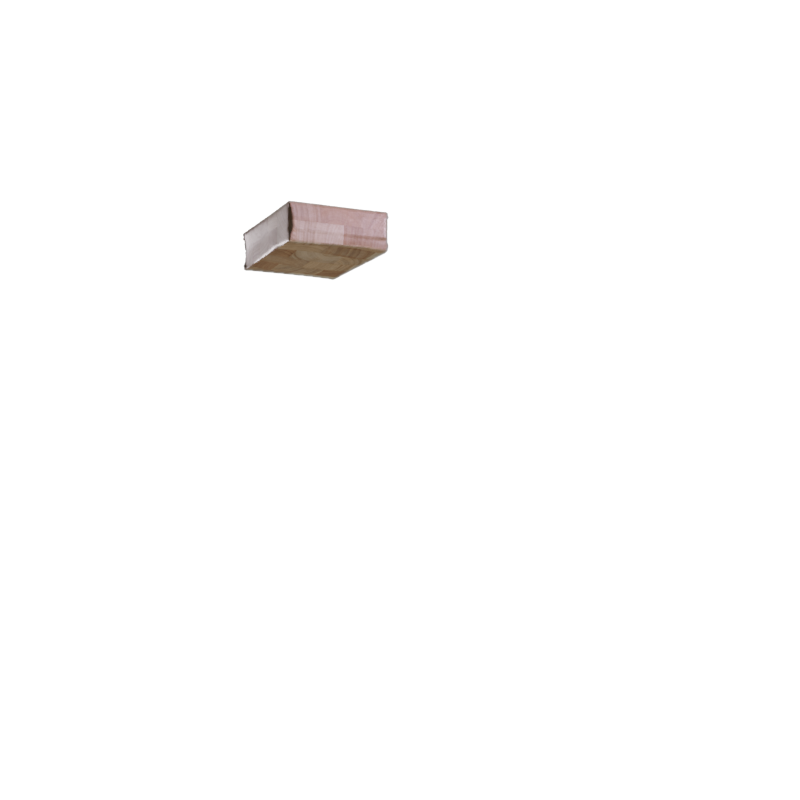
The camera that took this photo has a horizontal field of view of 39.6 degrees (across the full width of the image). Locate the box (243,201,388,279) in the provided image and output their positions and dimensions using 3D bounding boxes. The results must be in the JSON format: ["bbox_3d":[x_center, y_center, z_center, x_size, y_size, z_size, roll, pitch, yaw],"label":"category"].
[{"bbox_3d":[-0.074,-0.135,0.942,0.087,0.040,0.114,5,-11,-25],"label":"box"}]
